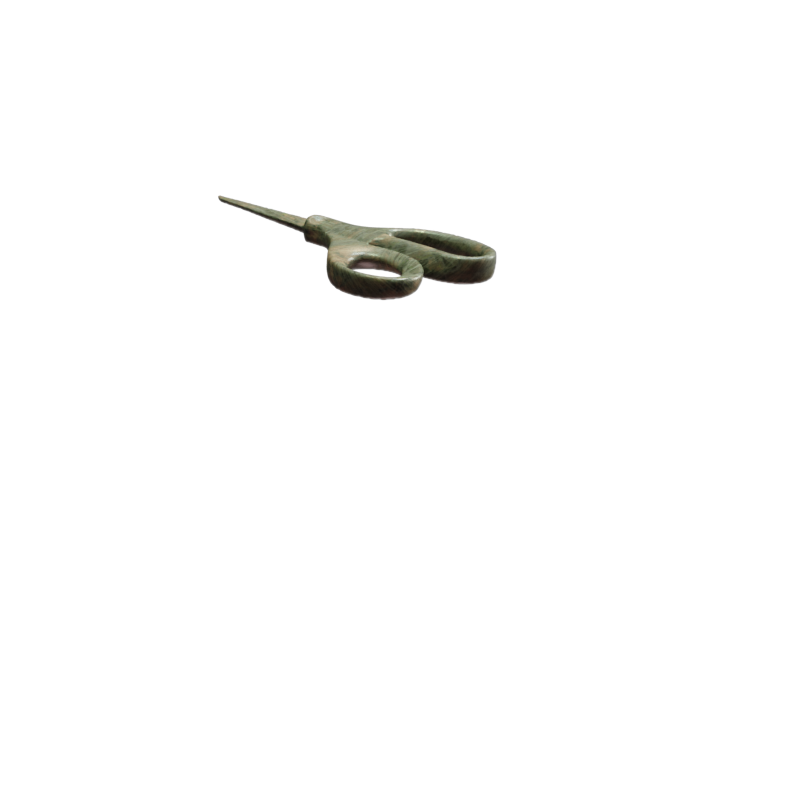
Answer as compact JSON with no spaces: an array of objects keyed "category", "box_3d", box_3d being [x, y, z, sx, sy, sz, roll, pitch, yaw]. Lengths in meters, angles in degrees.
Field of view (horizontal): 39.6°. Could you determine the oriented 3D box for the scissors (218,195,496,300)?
[{"category":"scissors","box_3d":[-0.048,-0.087,0.608,0.211,0.015,0.096,15,28,30]}]
